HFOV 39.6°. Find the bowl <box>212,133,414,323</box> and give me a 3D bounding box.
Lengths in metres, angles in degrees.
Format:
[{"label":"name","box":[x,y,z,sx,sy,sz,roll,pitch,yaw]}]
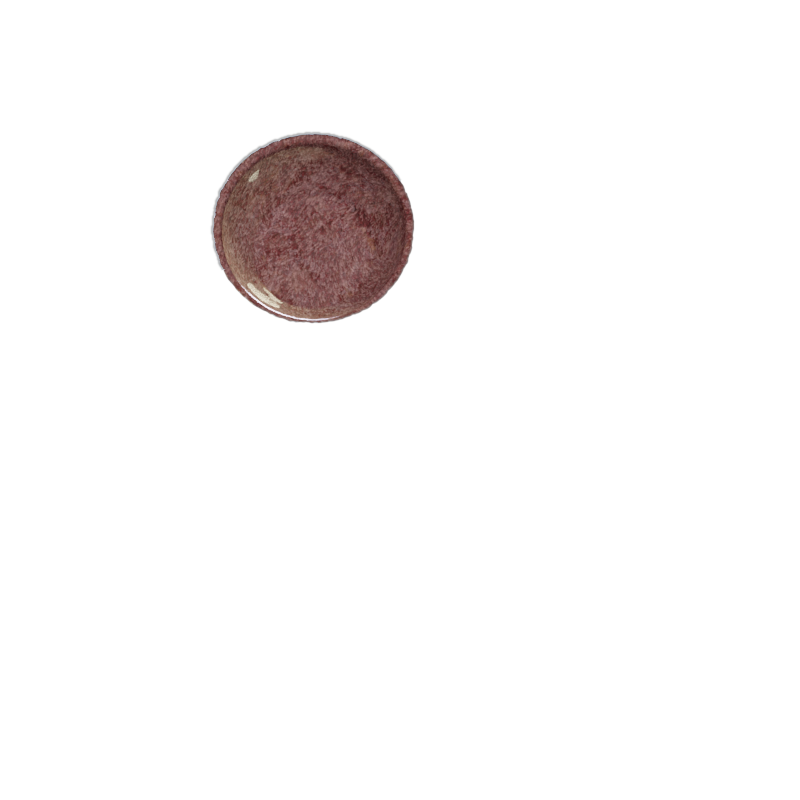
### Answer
[{"label":"bowl","box":[-0.068,-0.124,0.866,0.162,0.155,0.058,1,21,-1]}]
